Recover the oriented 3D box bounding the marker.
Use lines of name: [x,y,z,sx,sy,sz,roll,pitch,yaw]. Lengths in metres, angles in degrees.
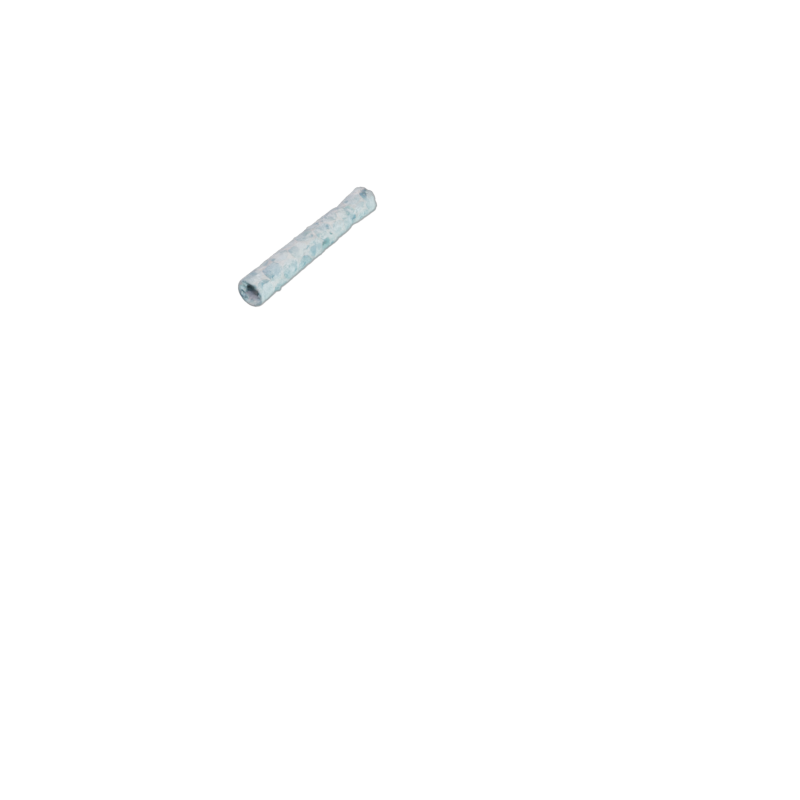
marker: [-0.052,-0.095,0.667,0.021,0.019,0.123,3,36,40]
